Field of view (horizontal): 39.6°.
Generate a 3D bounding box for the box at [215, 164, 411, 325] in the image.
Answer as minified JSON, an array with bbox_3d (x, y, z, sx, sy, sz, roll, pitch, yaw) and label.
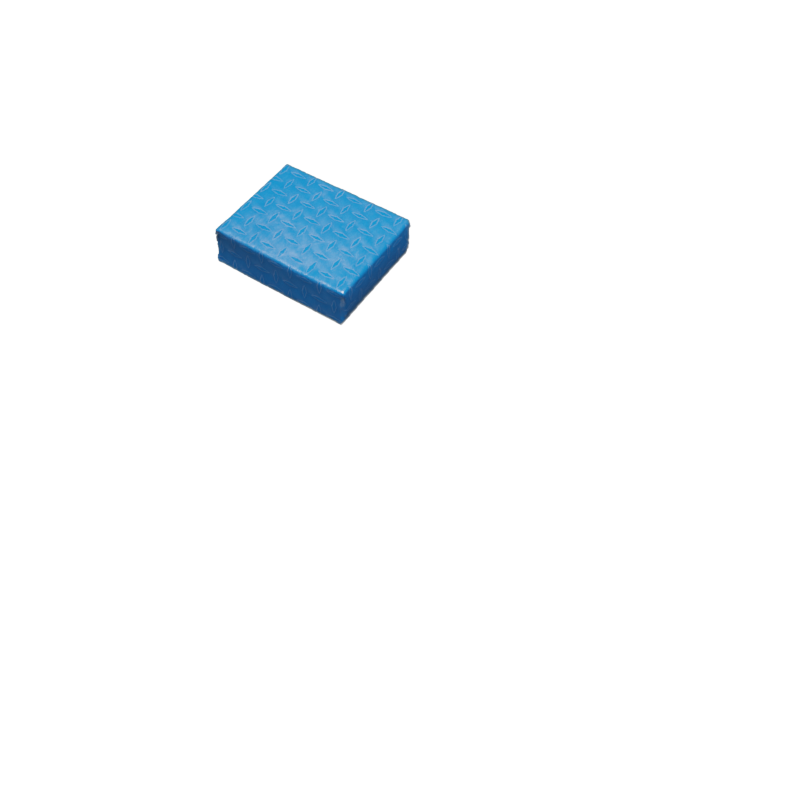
[{"bbox_3d":[-0.063,-0.115,0.804,0.119,0.036,0.092,25,51,22],"label":"box"}]
